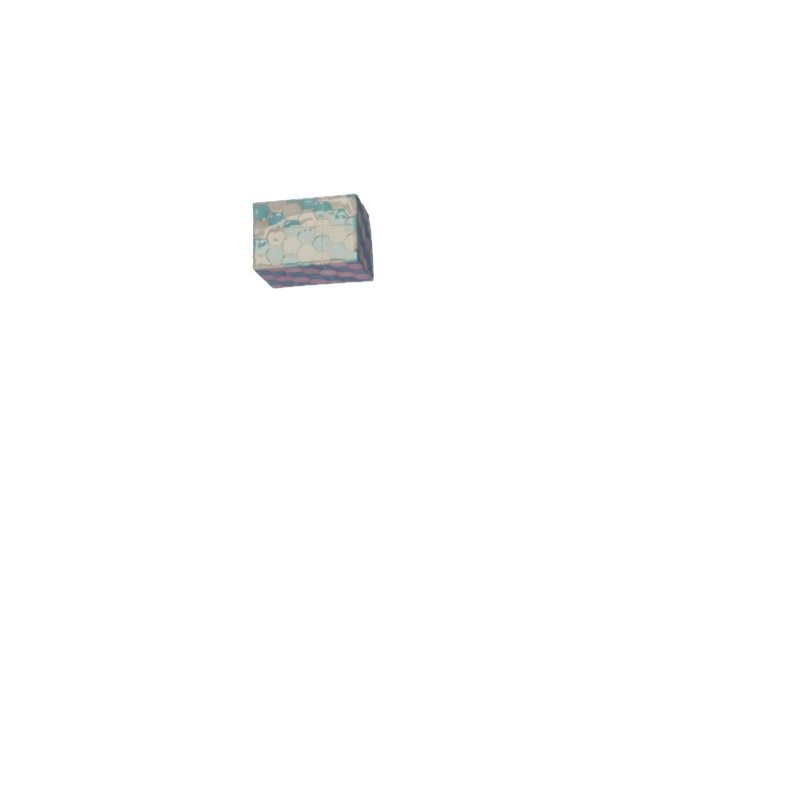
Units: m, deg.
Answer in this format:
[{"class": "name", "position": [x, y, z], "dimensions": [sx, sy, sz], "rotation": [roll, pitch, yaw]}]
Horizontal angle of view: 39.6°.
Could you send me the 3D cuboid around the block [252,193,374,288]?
[{"class": "block", "position": [-0.062, -0.113, 0.792], "dimensions": [0.079, 0.053, 0.050], "rotation": [-3, -14, 12]}]
